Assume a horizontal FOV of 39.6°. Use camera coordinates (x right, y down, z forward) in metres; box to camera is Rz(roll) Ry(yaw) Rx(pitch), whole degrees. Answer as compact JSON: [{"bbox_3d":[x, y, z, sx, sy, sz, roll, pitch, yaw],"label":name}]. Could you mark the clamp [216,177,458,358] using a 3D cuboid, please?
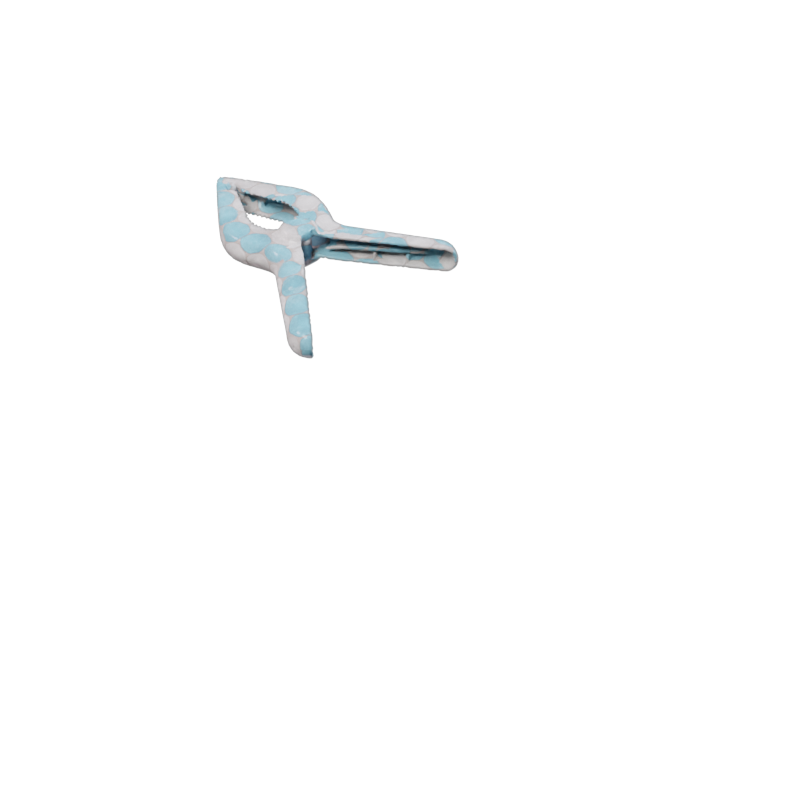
[{"bbox_3d":[-0.070,-0.127,0.890,0.164,0.034,0.226,-26,48,-26],"label":"clamp"}]
